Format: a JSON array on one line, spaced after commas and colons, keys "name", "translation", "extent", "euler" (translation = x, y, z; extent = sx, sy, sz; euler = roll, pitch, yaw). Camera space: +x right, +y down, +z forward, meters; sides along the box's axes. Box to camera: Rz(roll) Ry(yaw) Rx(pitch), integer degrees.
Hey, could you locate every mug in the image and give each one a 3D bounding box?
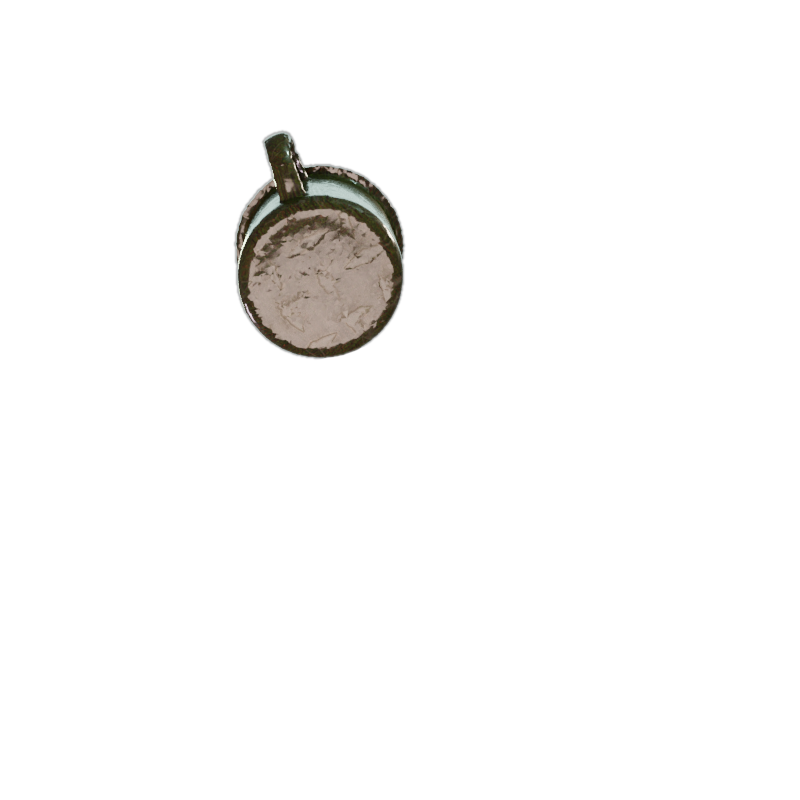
[{"name": "mug", "translation": [-0.045, -0.081, 0.571], "extent": [0.093, 0.114, 0.084], "euler": [-16, 14, 2]}]
